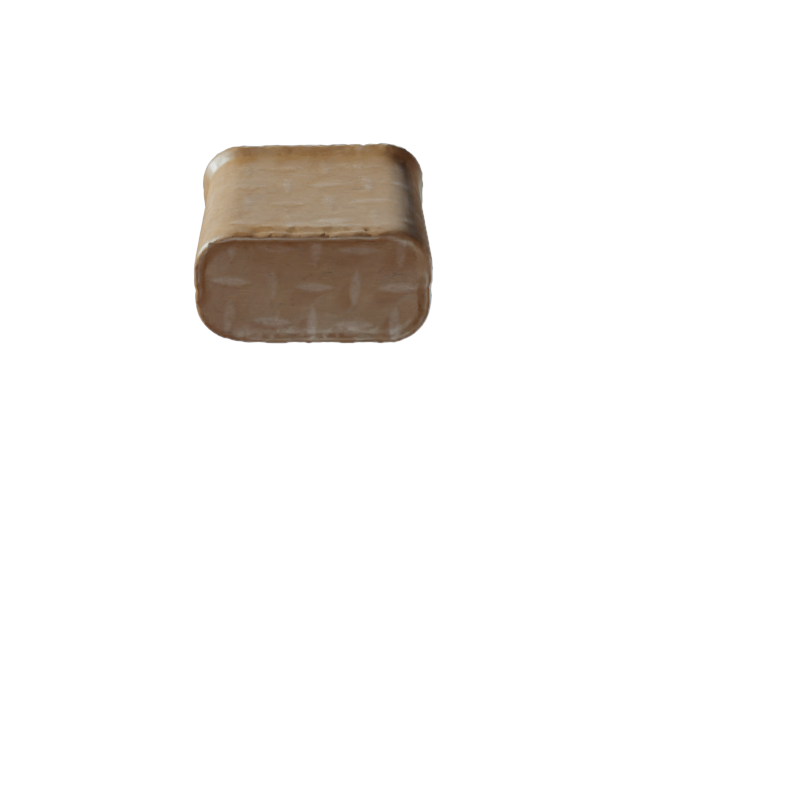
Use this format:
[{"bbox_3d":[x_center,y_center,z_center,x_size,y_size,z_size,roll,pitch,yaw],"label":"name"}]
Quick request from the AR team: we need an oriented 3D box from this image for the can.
[{"bbox_3d":[-0.038,-0.069,0.481,0.102,0.054,0.089,-1,33,-1],"label":"can"}]
